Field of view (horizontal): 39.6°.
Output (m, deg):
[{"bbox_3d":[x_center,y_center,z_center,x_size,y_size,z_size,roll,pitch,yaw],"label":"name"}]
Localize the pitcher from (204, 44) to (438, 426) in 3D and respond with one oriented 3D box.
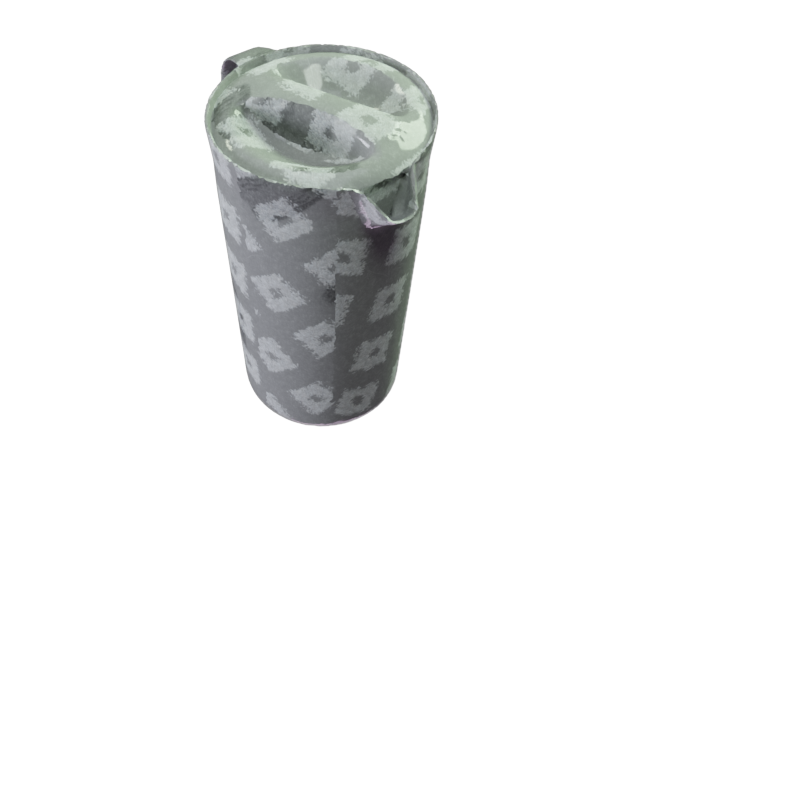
[{"bbox_3d":[-0.056,-0.102,0.716,0.146,0.158,0.226,9,-41,4],"label":"pitcher"}]
